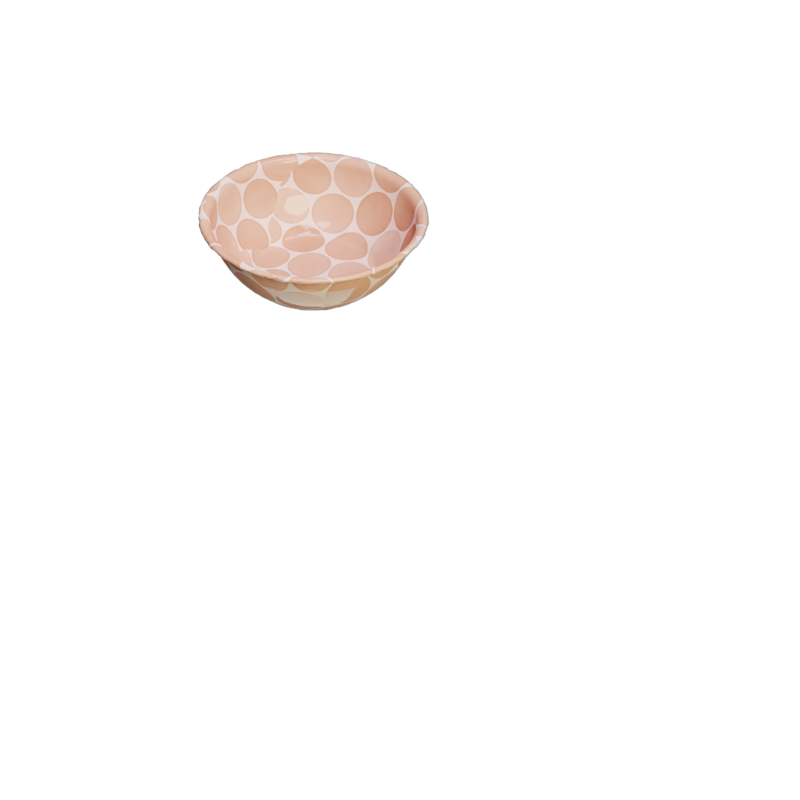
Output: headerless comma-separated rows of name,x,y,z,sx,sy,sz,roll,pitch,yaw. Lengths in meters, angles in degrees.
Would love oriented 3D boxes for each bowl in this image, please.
bowl,-0.062,-0.113,0.791,0.162,0.051,0.174,-1,40,-2
